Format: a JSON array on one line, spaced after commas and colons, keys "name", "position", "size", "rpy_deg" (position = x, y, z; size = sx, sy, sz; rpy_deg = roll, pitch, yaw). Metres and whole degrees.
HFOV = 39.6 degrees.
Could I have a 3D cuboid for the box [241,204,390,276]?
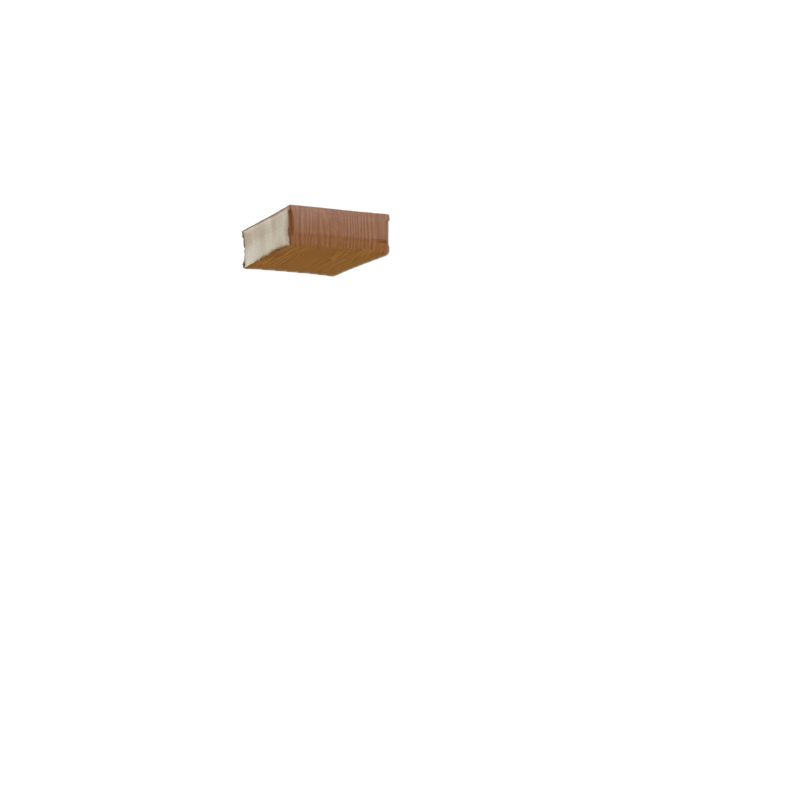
[{"name": "box", "position": [-0.073, -0.133, 0.931], "size": [0.087, 0.040, 0.115], "rpy_deg": [3, -7, -26]}]
